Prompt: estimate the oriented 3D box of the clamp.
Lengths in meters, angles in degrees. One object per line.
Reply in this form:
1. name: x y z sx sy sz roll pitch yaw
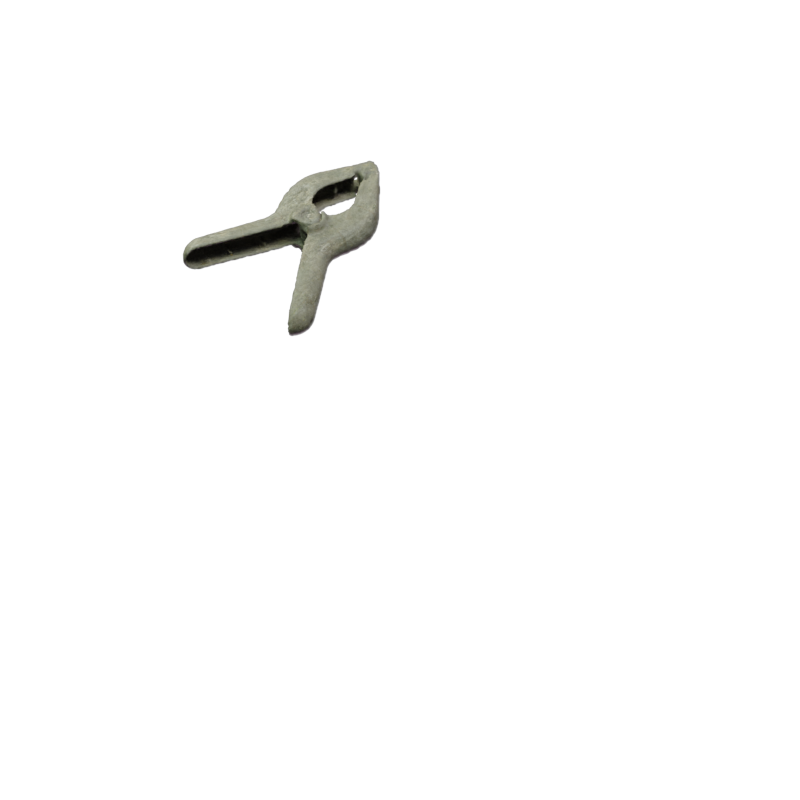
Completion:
1. clamp: -0.066 -0.121 0.847 0.173 0.127 0.037 -37 -26 -22
